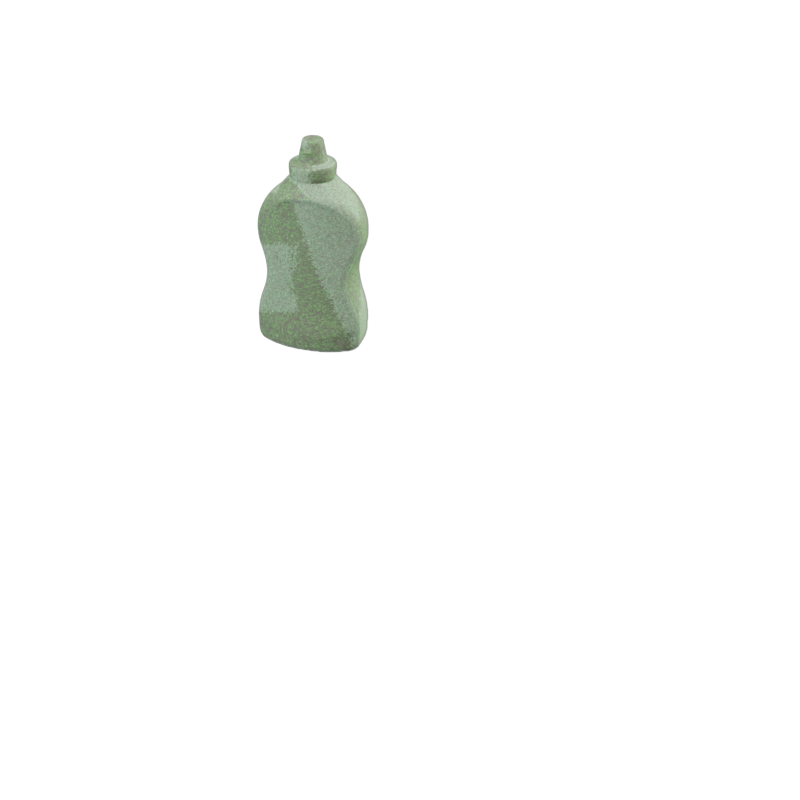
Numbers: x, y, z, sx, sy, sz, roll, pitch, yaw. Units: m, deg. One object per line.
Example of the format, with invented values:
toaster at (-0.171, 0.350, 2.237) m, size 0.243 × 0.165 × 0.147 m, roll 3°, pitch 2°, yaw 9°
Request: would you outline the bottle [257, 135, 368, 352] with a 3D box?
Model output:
bottle at (-0.076, -0.138, 0.966) m, size 0.099 × 0.181 × 0.060 m, roll 10°, pitch 28°, yaw 16°
